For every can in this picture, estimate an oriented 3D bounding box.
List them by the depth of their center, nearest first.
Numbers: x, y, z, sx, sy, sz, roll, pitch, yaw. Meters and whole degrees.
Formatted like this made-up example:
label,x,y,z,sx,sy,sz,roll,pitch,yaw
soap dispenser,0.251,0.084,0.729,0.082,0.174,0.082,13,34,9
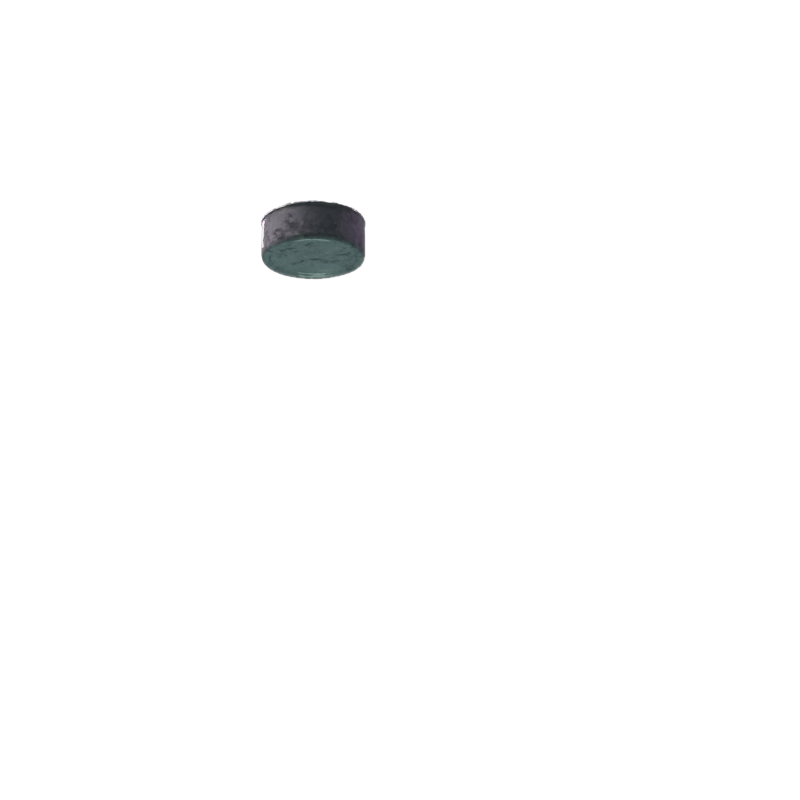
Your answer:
label,x,y,z,sx,sy,sz,roll,pitch,yaw
can,-0.071,-0.129,0.902,0.086,0.035,0.082,0,-18,-2
